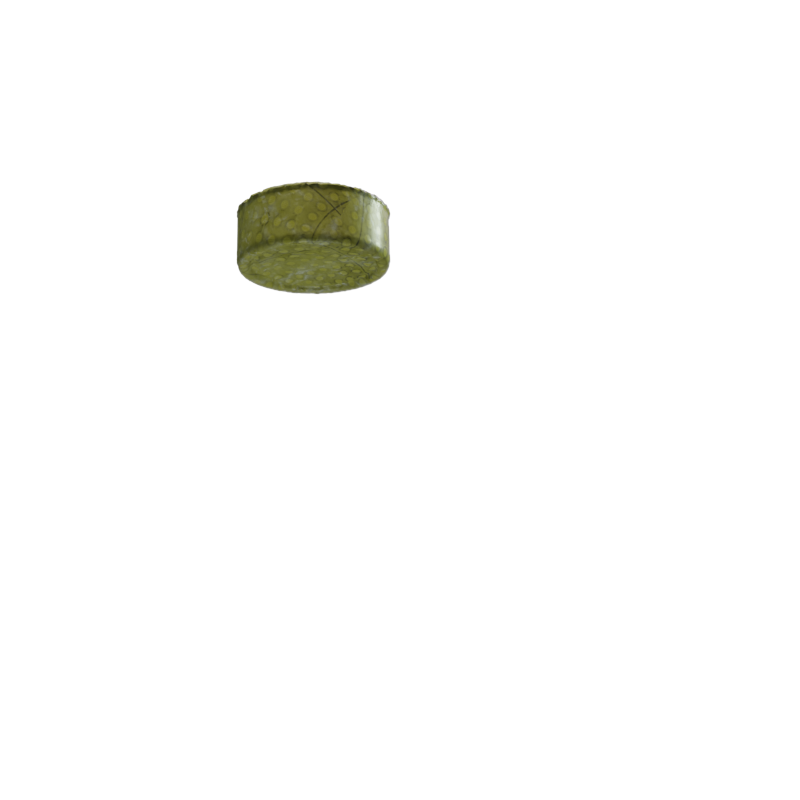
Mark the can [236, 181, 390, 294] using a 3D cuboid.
[{"bbox_3d":[-0.048,-0.088,0.616,0.086,0.035,0.082,0,-16,-2],"label":"can"}]
